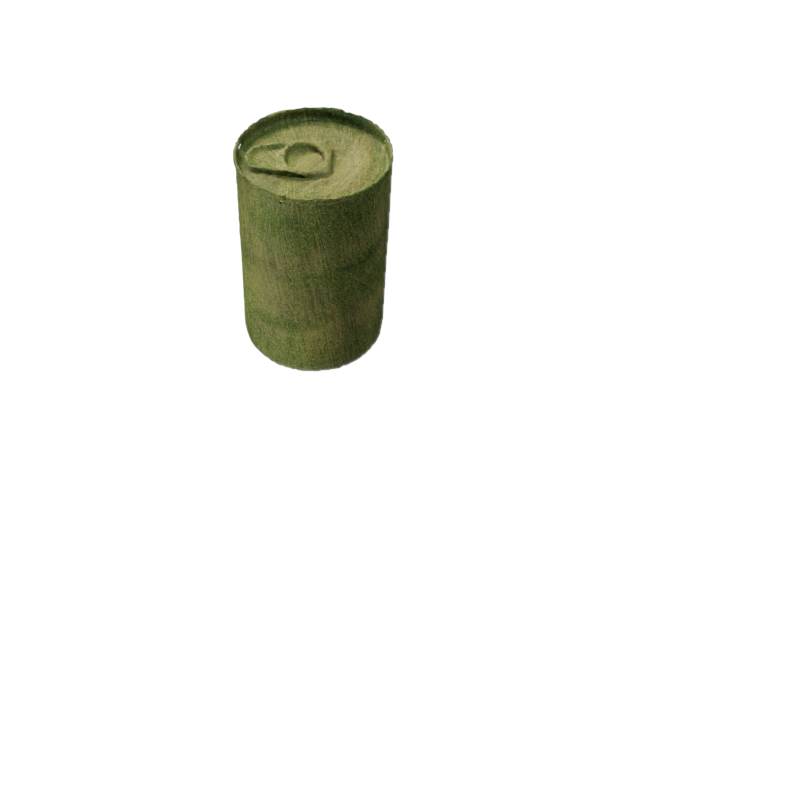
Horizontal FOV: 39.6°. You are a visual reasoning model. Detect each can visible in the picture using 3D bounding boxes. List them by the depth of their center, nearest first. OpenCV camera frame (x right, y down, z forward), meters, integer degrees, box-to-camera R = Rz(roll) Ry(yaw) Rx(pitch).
[{"bbox_3d":[-0.039,-0.071,0.500,0.068,0.095,0.074,0,44,-3],"label":"can"}]
